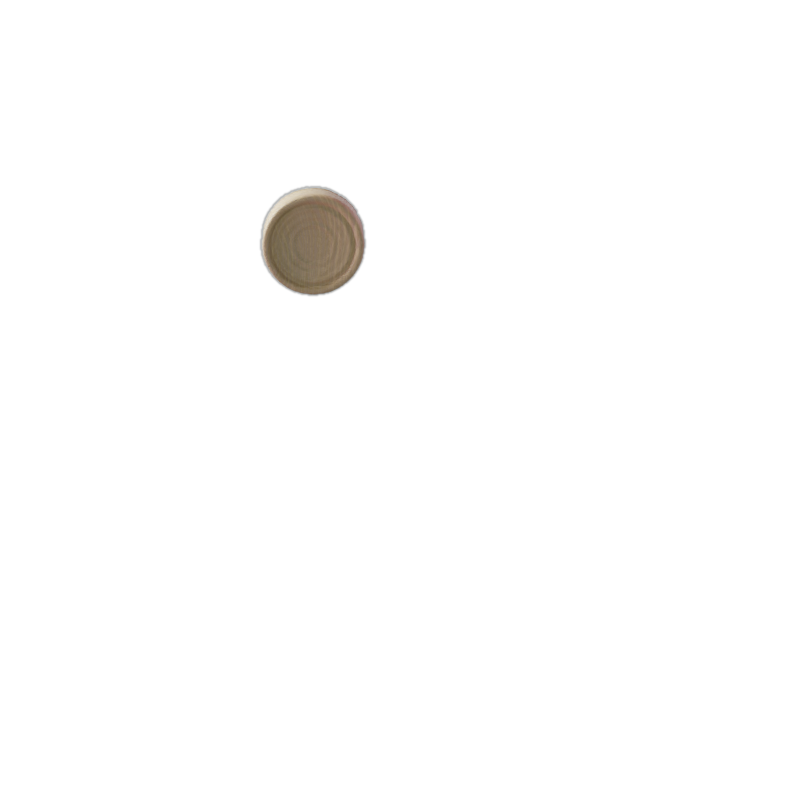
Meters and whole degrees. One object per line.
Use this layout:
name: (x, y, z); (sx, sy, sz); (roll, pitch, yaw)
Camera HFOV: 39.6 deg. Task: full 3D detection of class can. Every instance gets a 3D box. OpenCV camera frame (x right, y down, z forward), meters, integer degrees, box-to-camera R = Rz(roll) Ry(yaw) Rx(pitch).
can: (-0.071, -0.130, 0.912); (0.086, 0.083, 0.035); (0, 13, -1)
